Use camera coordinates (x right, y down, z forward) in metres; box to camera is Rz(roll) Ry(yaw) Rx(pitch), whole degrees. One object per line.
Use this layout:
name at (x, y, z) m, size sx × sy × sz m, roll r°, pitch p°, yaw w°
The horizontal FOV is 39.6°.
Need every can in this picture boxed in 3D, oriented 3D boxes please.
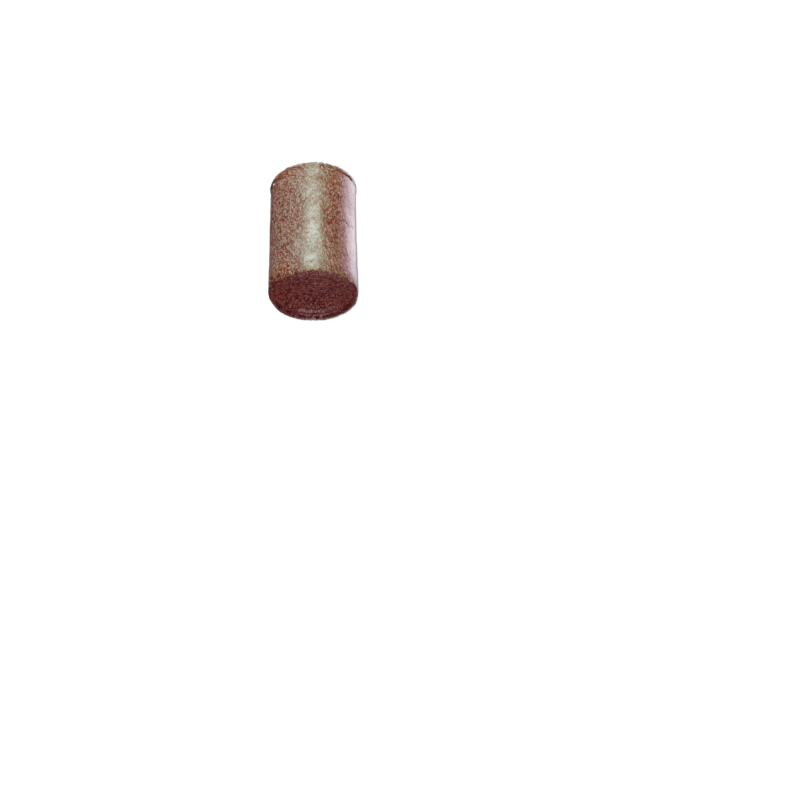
can at (-0.066, -0.120, 0.839) m, size 0.068 × 0.109 × 0.064 m, roll -1°, pitch -33°, yaw -2°
